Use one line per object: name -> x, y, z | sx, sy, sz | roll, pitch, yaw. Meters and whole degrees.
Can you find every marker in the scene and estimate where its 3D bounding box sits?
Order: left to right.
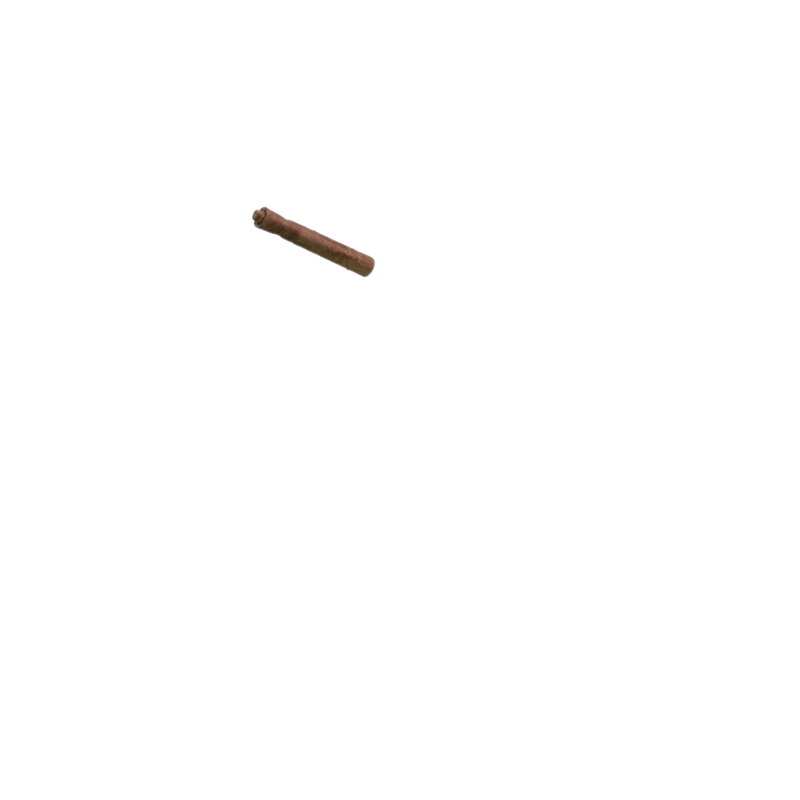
marker -> -0.073, -0.134, 0.938 | 0.114, 0.020, 0.020 | 22, -8, -30
